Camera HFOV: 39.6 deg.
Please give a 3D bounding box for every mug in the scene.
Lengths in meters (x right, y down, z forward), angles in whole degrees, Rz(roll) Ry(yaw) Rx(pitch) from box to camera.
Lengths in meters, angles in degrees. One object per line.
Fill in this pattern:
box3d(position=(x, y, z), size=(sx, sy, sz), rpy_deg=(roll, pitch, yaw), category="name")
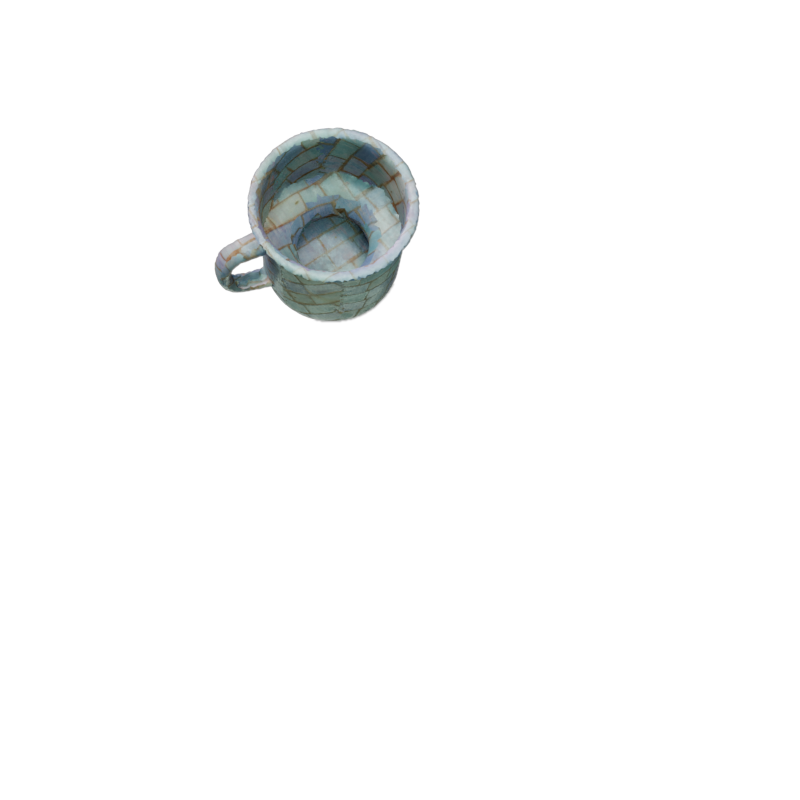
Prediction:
box3d(position=(-0.049, -0.090, 0.630), size=(0.117, 0.098, 0.078), rpy_deg=(-25, -18, -11), category="mug")
